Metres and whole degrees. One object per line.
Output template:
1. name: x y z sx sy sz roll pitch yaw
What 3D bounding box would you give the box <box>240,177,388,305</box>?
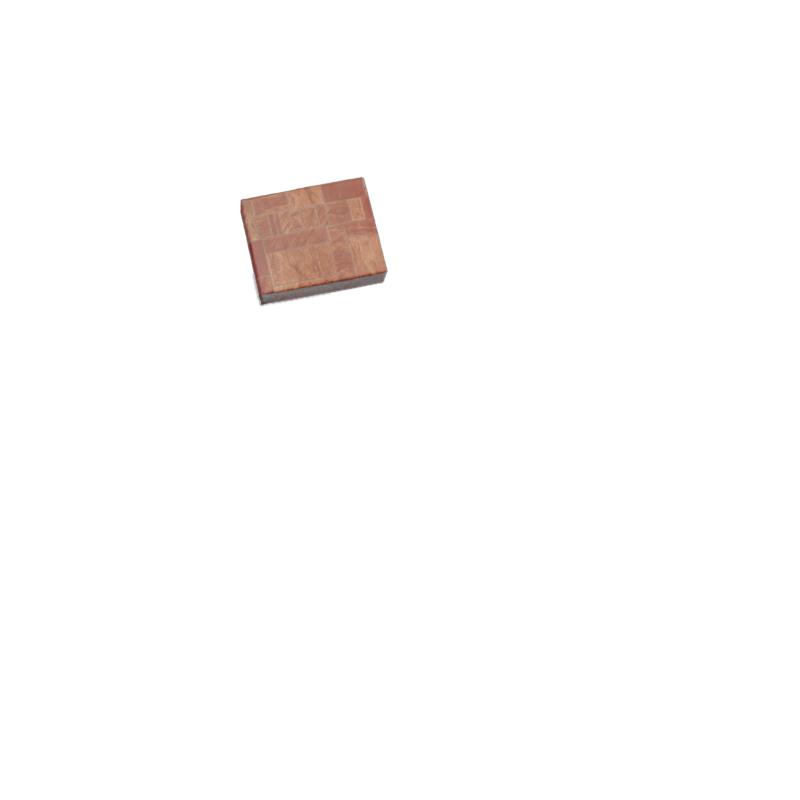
1. box: -0.075 -0.137 0.958 0.113 0.095 0.037 -12 -19 -5
